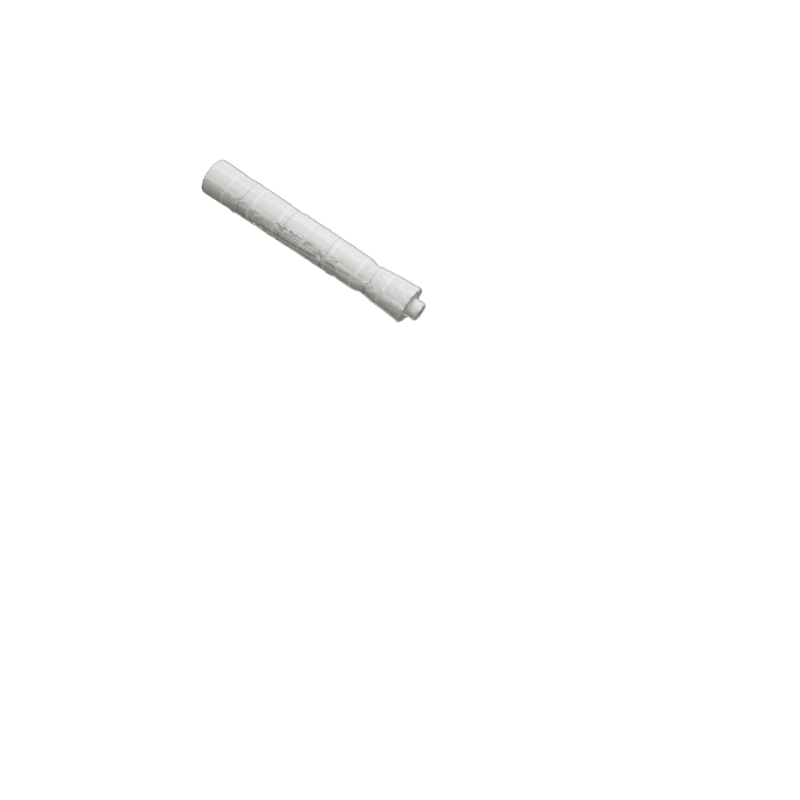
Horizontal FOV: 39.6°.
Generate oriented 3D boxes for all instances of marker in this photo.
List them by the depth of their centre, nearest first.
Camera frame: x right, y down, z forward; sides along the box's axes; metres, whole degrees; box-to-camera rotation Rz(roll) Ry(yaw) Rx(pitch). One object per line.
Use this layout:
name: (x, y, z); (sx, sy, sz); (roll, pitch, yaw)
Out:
marker: (-0.040, -0.074, 0.516); (0.126, 0.019, 0.019); (35, 13, 16)
